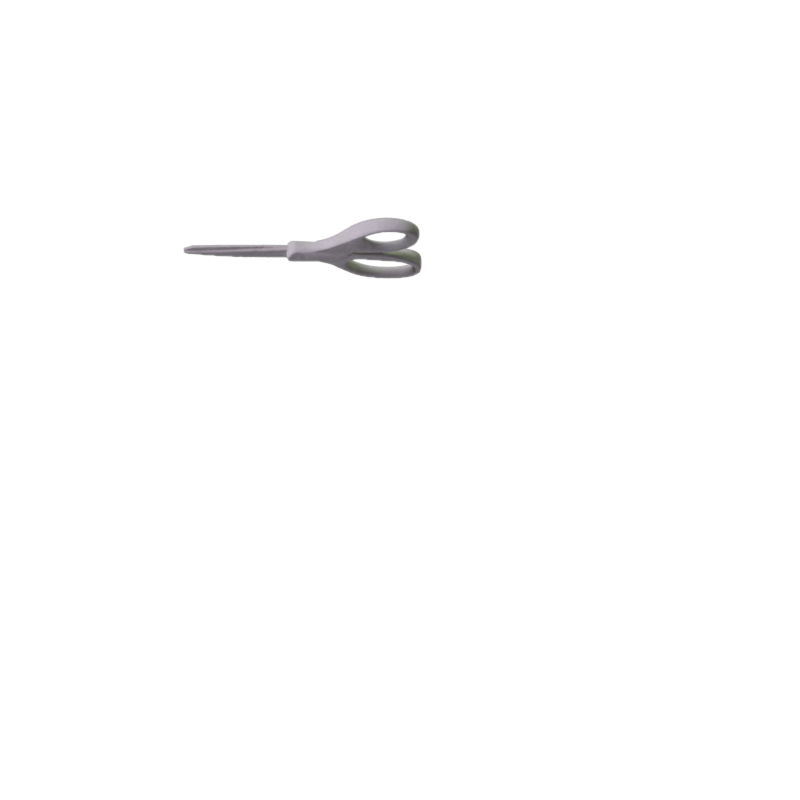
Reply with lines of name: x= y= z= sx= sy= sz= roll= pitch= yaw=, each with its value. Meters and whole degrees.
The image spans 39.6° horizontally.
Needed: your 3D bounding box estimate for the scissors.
scissors: x=-0.072 y=-0.132 z=0.922 sx=0.197 sy=0.017 sz=0.093 roll=7 pitch=-24 yaw=-15
